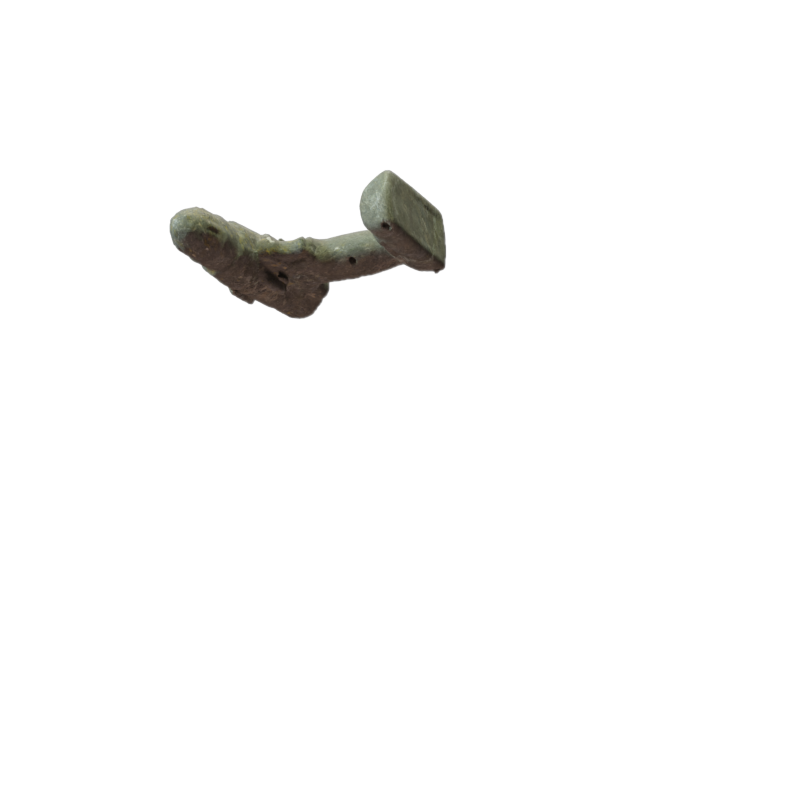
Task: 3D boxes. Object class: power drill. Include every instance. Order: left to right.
[{"bbox_3d":[-0.072,-0.130,0.913,0.191,0.060,0.172,-11,-22,30],"label":"power drill"}]
